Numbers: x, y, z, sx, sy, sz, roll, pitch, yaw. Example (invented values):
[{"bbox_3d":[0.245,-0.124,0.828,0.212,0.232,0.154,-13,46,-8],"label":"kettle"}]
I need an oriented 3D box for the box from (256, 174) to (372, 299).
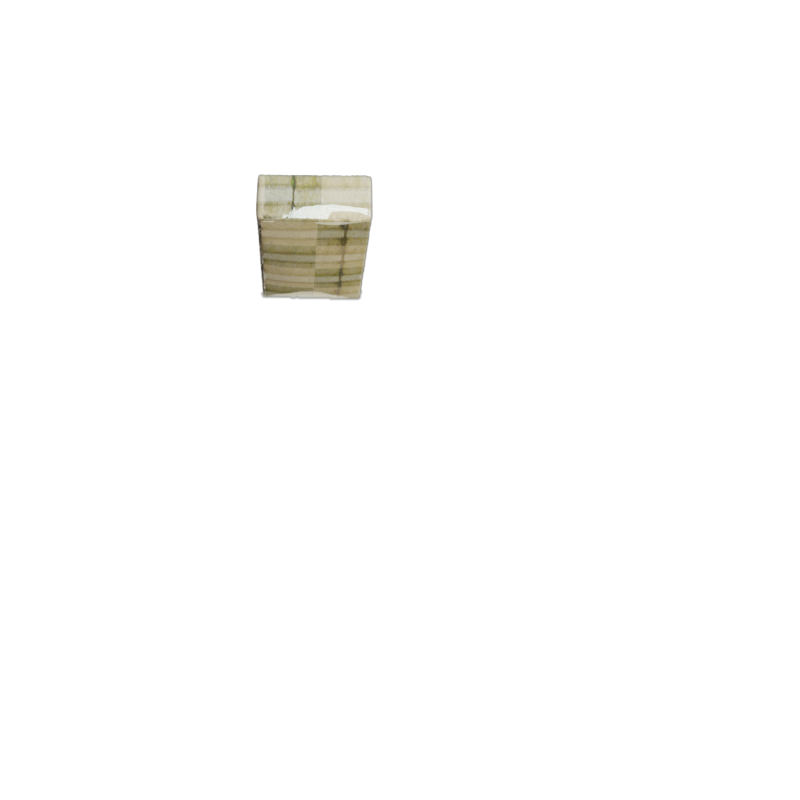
[{"bbox_3d":[-0.074,-0.135,0.946,0.093,0.050,0.169,1,-14,-3],"label":"box"}]
